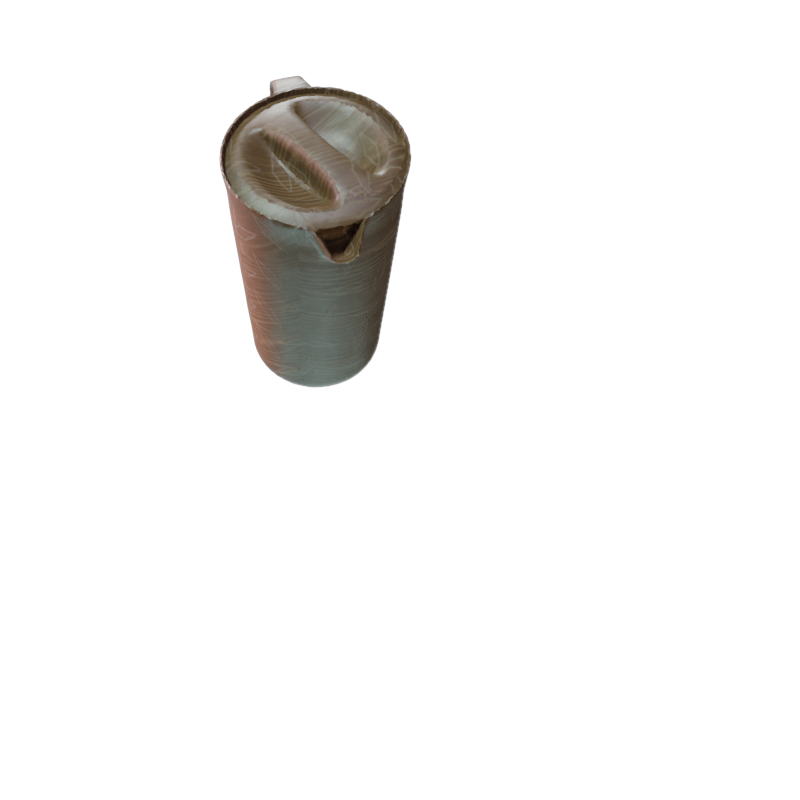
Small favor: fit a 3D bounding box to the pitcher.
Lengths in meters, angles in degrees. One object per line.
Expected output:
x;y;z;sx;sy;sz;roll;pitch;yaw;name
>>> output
-0.068;-0.124;0.866;0.150;0.154;0.227;25;-31;13;pitcher
